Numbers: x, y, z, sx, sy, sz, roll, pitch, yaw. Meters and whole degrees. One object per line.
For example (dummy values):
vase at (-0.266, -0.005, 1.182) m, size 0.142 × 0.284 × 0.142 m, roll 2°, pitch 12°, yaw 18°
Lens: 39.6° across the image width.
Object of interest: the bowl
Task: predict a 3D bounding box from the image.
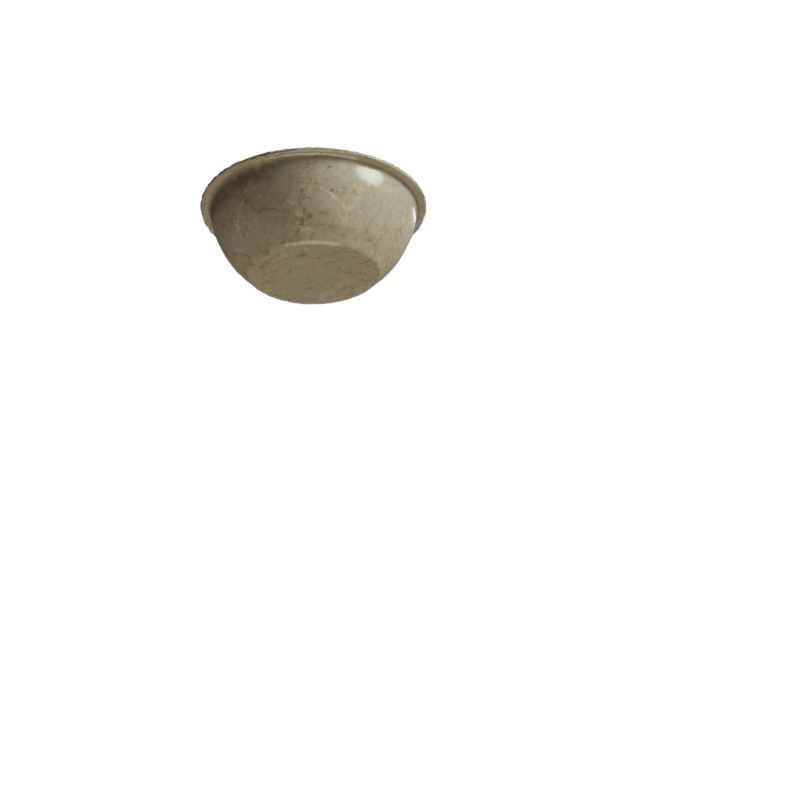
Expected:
bowl at (-0.061, -0.111, 0.781) m, size 0.162 × 0.058 × 0.153 m, roll 1°, pitch -24°, yaw -2°
